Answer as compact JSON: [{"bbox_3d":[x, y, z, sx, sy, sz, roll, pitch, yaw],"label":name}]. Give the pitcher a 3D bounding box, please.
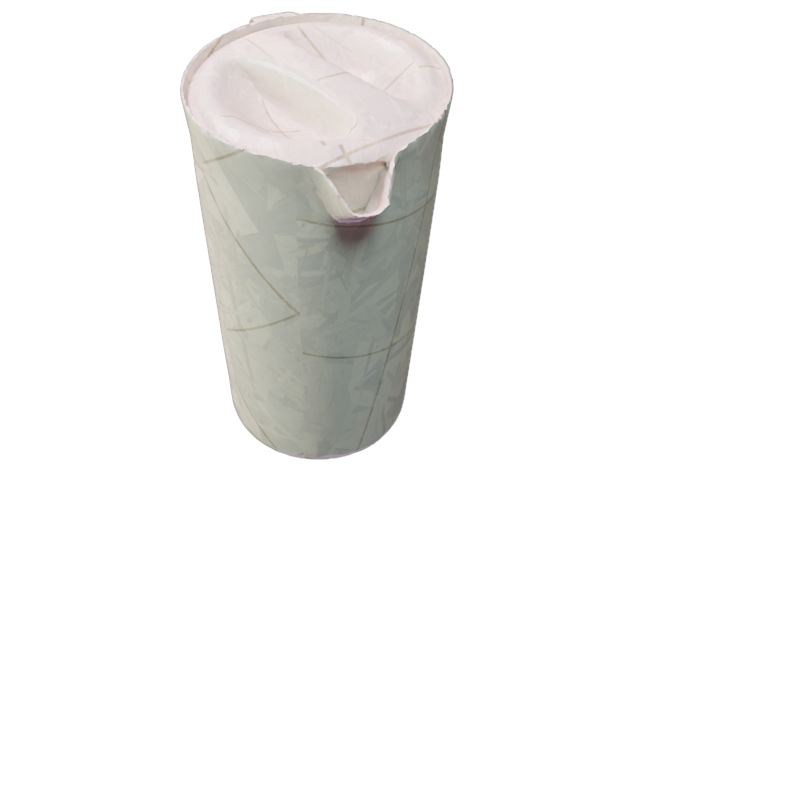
[{"bbox_3d":[-0.049,-0.089,0.623,0.150,0.226,0.154,20,48,16],"label":"pitcher"}]
